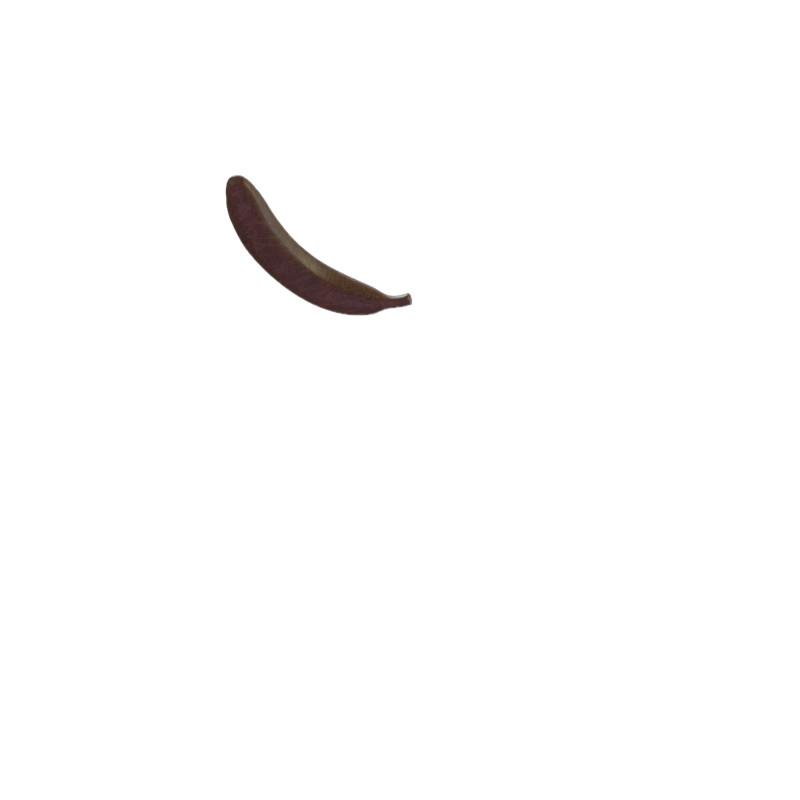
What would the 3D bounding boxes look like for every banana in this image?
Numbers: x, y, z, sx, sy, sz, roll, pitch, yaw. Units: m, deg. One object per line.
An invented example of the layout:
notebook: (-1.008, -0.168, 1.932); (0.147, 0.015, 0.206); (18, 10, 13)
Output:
banana: (-0.083, -0.122, 0.950); (0.188, 0.039, 0.068); (32, -57, -24)
